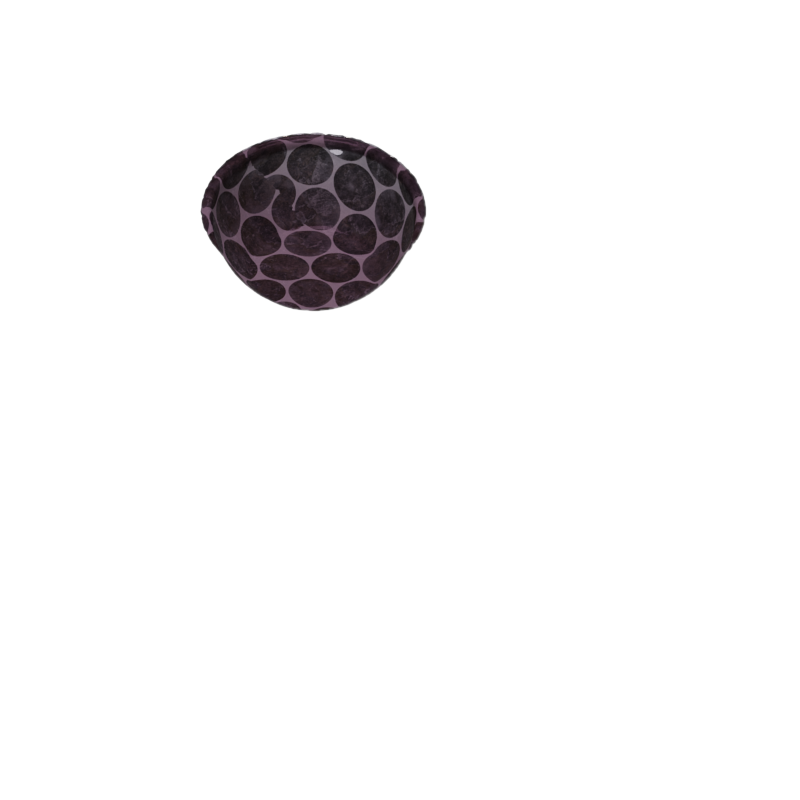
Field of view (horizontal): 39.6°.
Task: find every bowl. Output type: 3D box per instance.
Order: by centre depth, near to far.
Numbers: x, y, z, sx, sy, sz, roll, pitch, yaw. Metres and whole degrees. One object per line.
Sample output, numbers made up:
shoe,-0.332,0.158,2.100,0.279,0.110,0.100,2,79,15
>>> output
bowl,-0.061,-0.112,0.782,0.162,0.059,0.151,1,-37,-2
